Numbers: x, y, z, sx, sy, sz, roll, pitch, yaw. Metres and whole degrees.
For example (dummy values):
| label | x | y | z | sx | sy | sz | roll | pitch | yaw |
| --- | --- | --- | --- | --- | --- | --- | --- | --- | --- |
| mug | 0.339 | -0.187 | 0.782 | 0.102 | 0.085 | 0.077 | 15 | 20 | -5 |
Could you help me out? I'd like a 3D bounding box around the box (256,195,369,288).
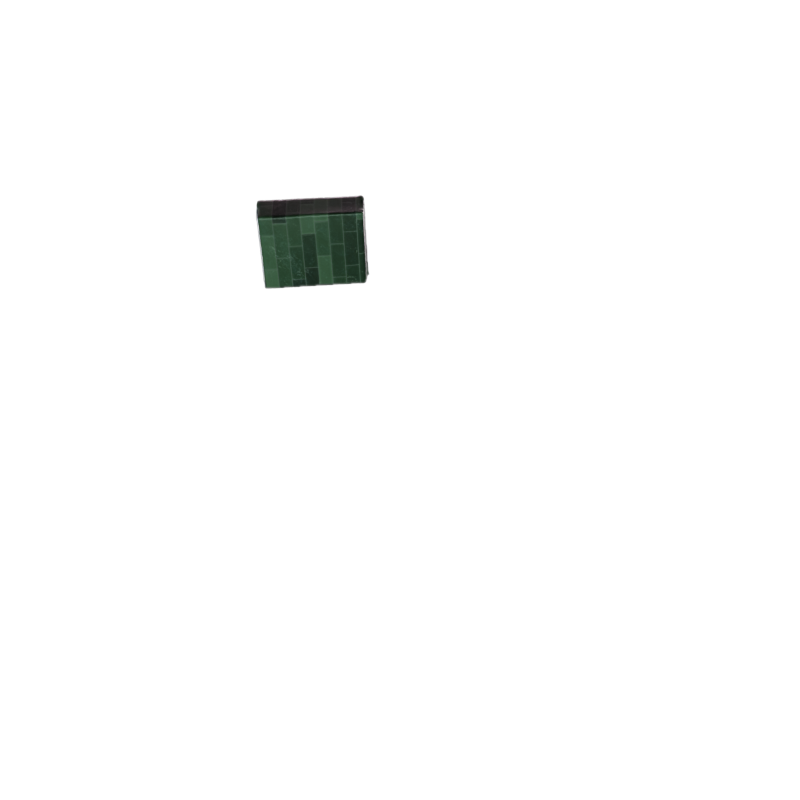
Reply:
| label | x | y | z | sx | sy | sz | roll | pitch | yaw |
| --- | --- | --- | --- | --- | --- | --- | --- | --- | --- |
| box | -0.072 | -0.132 | 0.921 | 0.089 | 0.068 | 0.032 | -3 | 38 | 2 |
